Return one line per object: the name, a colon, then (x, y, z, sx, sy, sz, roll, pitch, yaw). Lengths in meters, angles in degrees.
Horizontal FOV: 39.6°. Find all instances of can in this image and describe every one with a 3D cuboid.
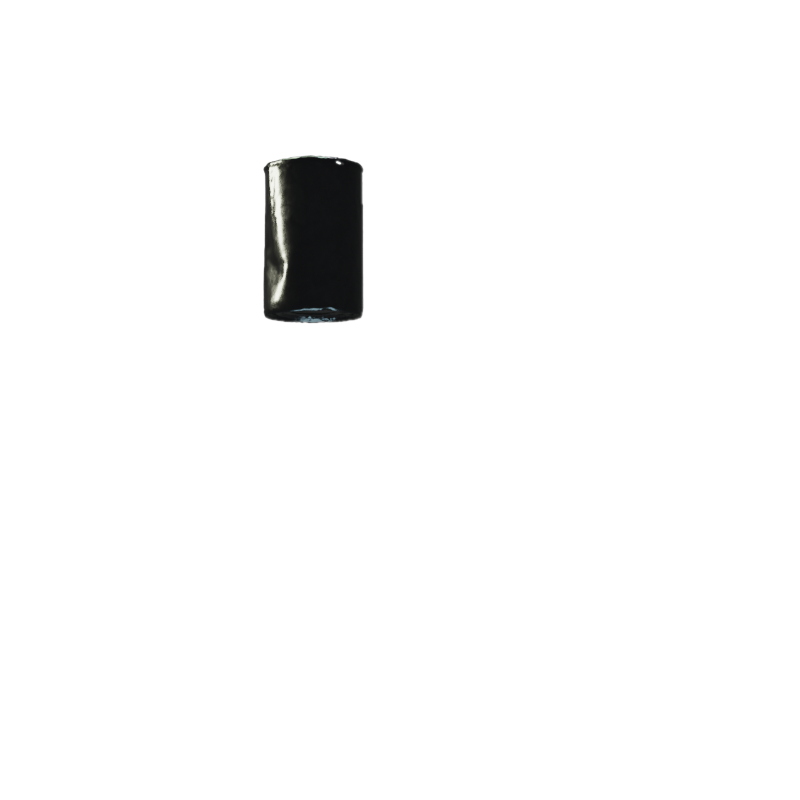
can: (-0.058, -0.106, 0.743, 0.068, 0.105, 0.067, 0, -9, -2)
